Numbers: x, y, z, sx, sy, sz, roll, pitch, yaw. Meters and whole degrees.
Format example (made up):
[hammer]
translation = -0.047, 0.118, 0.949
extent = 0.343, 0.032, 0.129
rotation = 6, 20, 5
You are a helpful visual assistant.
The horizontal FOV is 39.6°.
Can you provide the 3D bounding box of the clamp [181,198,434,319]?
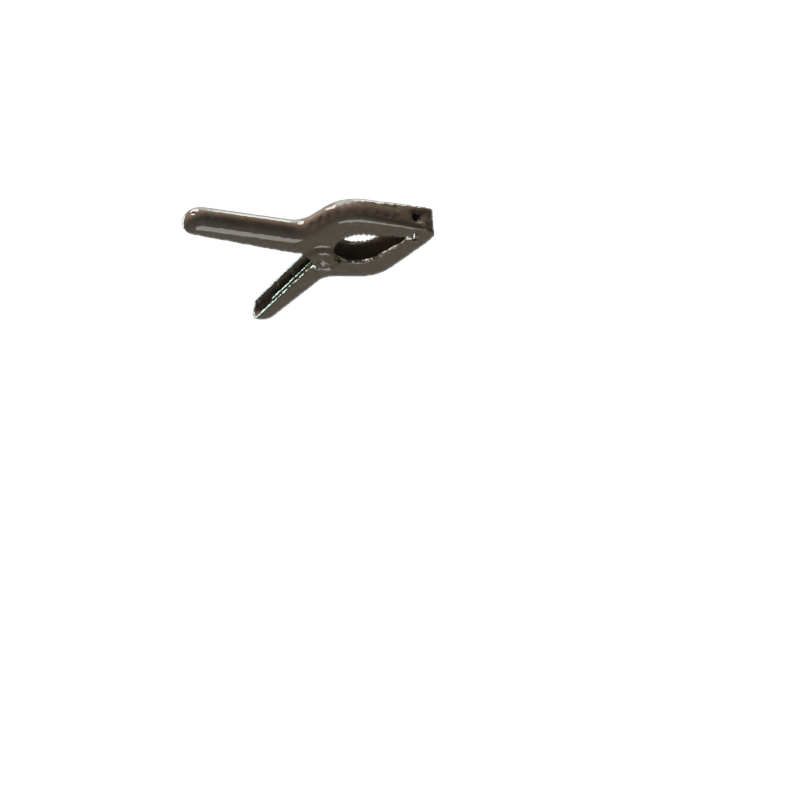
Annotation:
[clamp]
translation = -0.076, -0.139, 0.974
extent = 0.213, 0.039, 0.152
rotation = -14, -32, 22
